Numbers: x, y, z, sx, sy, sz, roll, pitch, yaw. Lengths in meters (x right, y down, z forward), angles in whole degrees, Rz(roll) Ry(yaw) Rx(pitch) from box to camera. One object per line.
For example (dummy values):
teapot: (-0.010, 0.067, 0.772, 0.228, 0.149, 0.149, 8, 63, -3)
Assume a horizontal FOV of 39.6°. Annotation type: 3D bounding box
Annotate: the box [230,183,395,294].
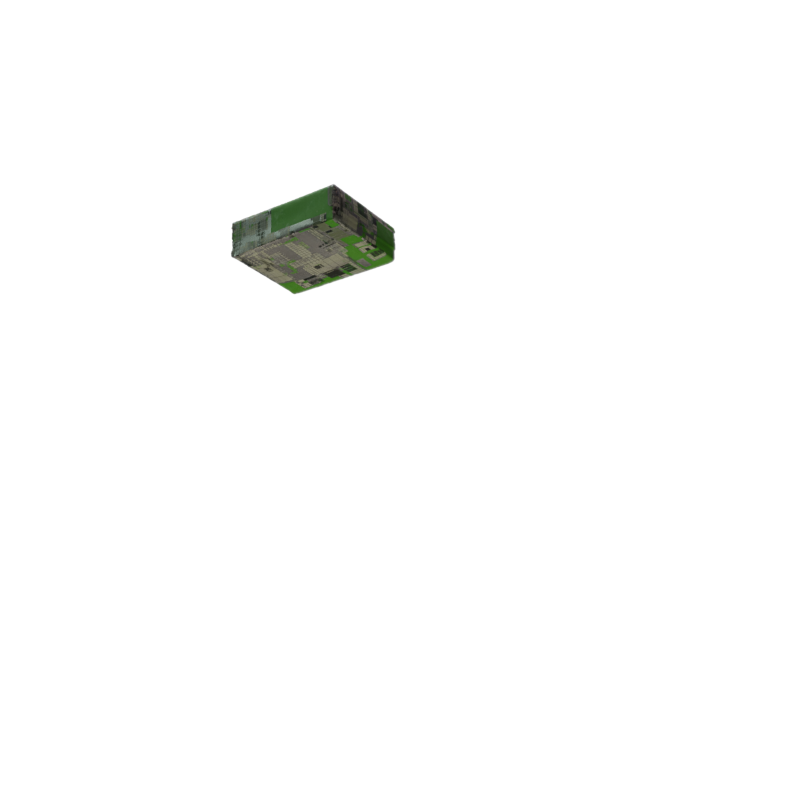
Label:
box: (-0.074, -0.135, 0.947, 0.115, 0.041, 0.084, -17, -30, 31)
